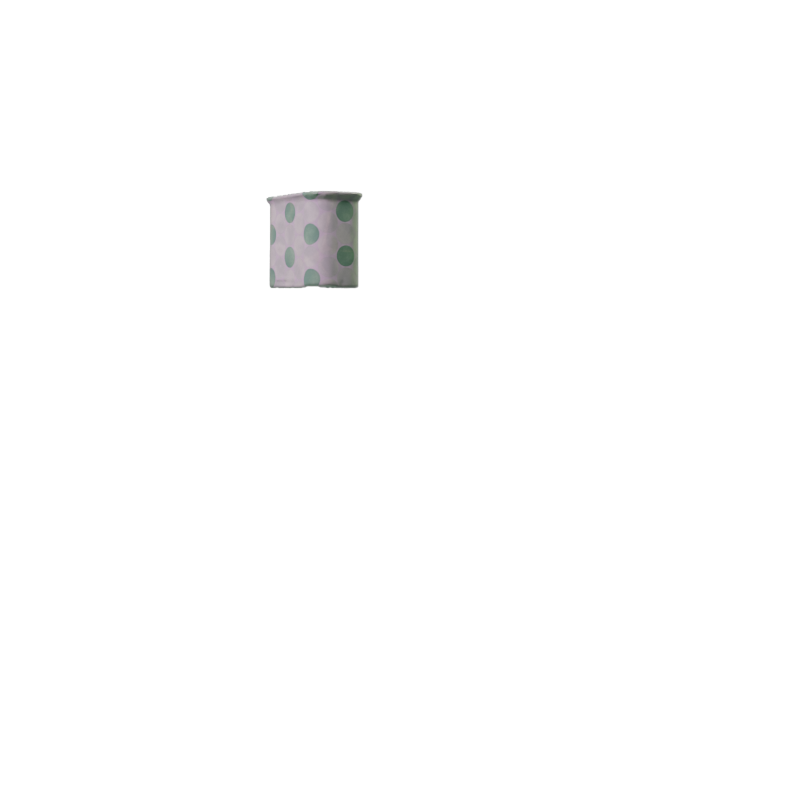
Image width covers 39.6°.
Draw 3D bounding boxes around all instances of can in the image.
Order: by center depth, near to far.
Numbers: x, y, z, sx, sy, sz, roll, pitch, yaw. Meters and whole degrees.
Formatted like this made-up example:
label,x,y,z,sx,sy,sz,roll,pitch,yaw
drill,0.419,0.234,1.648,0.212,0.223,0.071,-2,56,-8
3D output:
label,x,y,z,sx,sy,sz,roll,pitch,yaw
can,-0.078,-0.143,0.999,0.055,0.084,0.106,0,3,-33
